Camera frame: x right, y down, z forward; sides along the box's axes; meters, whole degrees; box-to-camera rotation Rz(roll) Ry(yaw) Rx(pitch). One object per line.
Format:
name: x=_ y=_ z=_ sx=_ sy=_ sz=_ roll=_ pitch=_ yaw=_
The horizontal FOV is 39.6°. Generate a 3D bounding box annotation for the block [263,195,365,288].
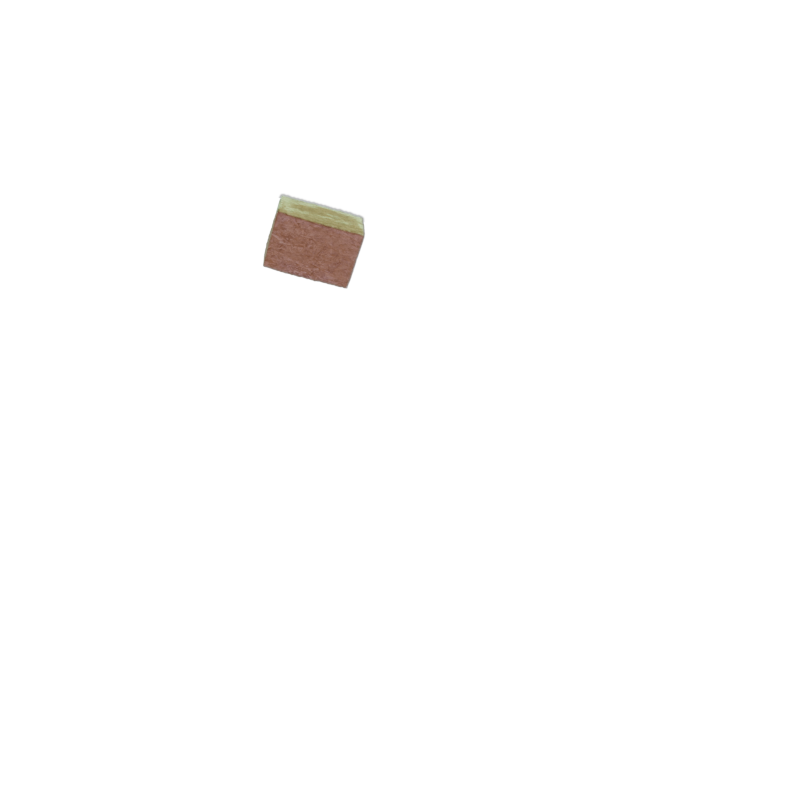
block: x=-0.075 y=-0.136 z=0.955 sx=0.077 sy=0.051 sz=0.054 roll=15 pitch=22 yaw=-8
